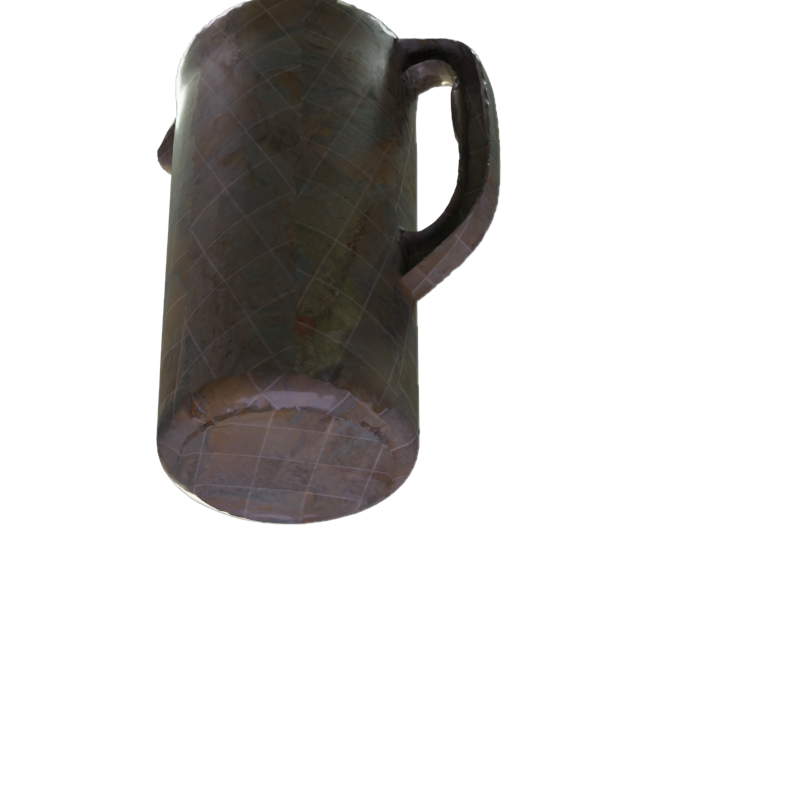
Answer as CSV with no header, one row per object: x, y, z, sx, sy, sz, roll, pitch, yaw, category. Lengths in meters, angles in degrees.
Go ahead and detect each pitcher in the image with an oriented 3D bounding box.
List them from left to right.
-0.041,-0.075,0.524,0.140,0.261,0.143,14,-42,-19,pitcher
